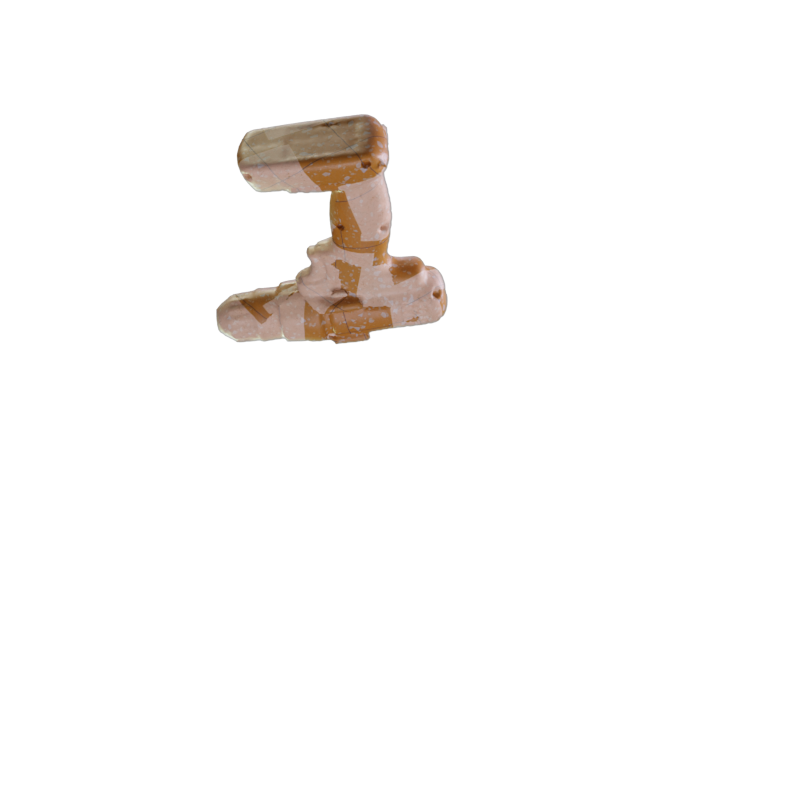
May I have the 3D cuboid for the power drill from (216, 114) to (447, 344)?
[{"bbox_3d":[-0.065,-0.119,0.833,0.186,0.062,0.173,-7,-45,7],"label":"power drill"}]
